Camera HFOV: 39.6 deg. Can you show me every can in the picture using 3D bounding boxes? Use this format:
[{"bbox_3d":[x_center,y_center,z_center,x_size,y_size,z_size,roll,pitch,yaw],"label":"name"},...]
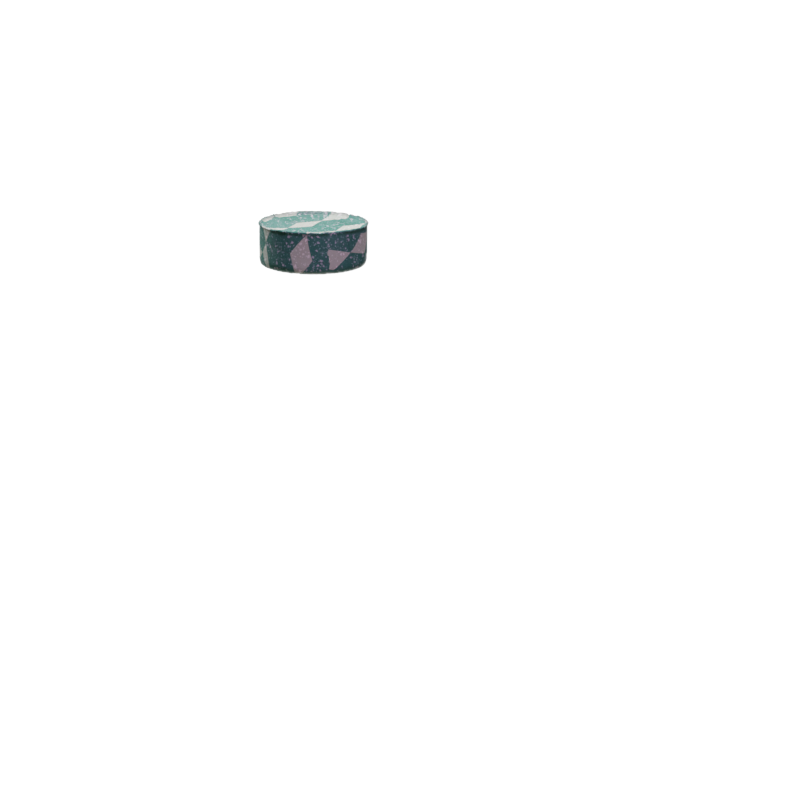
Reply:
[{"bbox_3d":[-0.068,-0.124,0.871,0.086,0.032,0.089,-1,19,-2],"label":"can"}]
